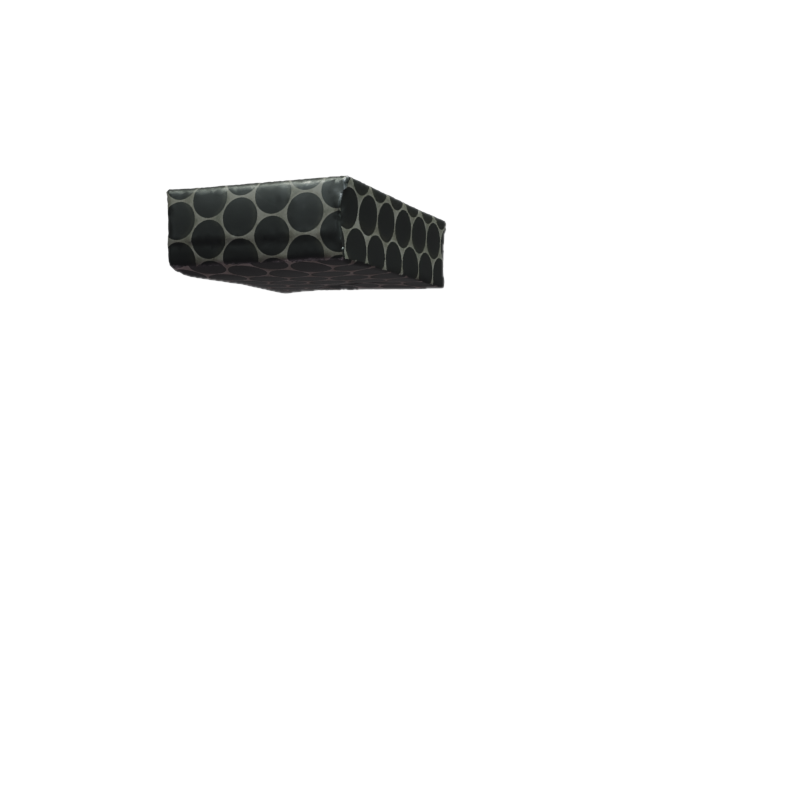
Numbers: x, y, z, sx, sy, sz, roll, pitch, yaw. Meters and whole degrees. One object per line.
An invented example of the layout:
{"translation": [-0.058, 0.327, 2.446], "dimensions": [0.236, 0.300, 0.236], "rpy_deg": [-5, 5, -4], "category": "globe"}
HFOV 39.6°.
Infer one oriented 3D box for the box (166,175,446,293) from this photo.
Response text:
{"translation": [-0.040, -0.073, 0.509], "dimensions": [0.092, 0.039, 0.109], "rpy_deg": [0, -1, 25], "category": "box"}
